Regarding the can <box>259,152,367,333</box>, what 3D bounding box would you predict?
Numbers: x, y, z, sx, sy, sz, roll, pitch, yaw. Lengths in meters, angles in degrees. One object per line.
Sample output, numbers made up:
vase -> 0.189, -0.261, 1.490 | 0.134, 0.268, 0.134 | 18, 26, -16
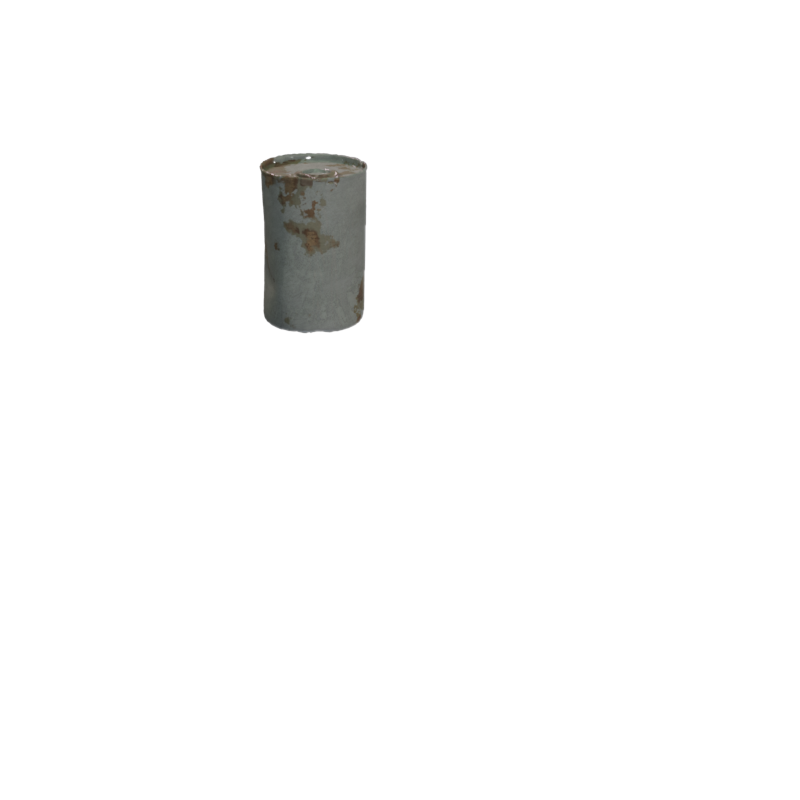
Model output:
can -> -0.056, -0.102, 0.712 | 0.068, 0.098, 0.072 | 0, 20, -2
